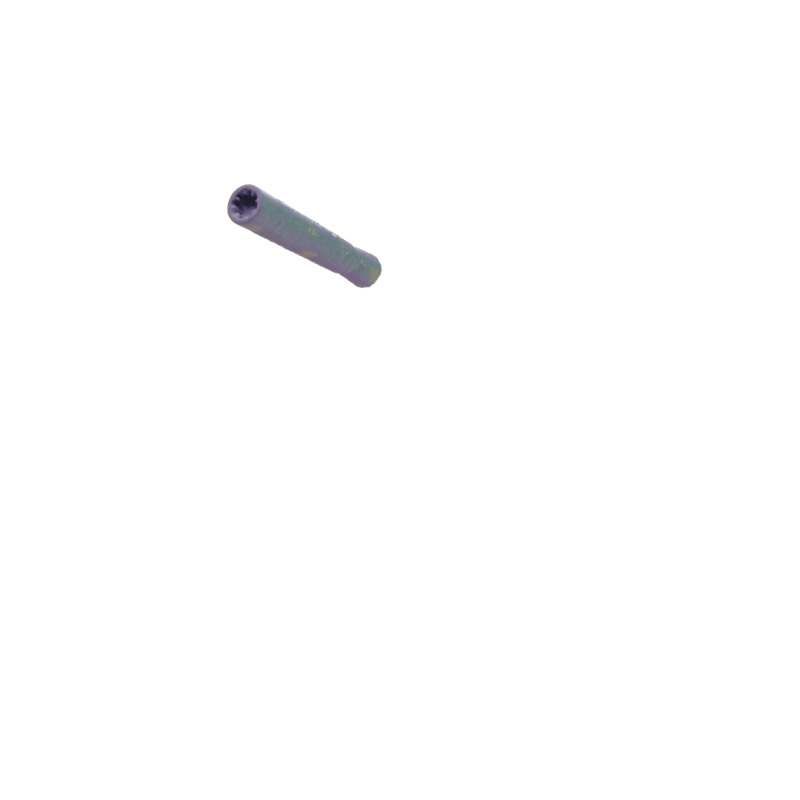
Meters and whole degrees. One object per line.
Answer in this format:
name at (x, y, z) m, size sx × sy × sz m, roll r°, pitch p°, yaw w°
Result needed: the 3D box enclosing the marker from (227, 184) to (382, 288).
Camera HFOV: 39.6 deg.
marker at (-0.042, -0.076, 0.534) m, size 0.020 × 0.020 × 0.114 m, roll 3°, pitch -9°, yaw 29°
